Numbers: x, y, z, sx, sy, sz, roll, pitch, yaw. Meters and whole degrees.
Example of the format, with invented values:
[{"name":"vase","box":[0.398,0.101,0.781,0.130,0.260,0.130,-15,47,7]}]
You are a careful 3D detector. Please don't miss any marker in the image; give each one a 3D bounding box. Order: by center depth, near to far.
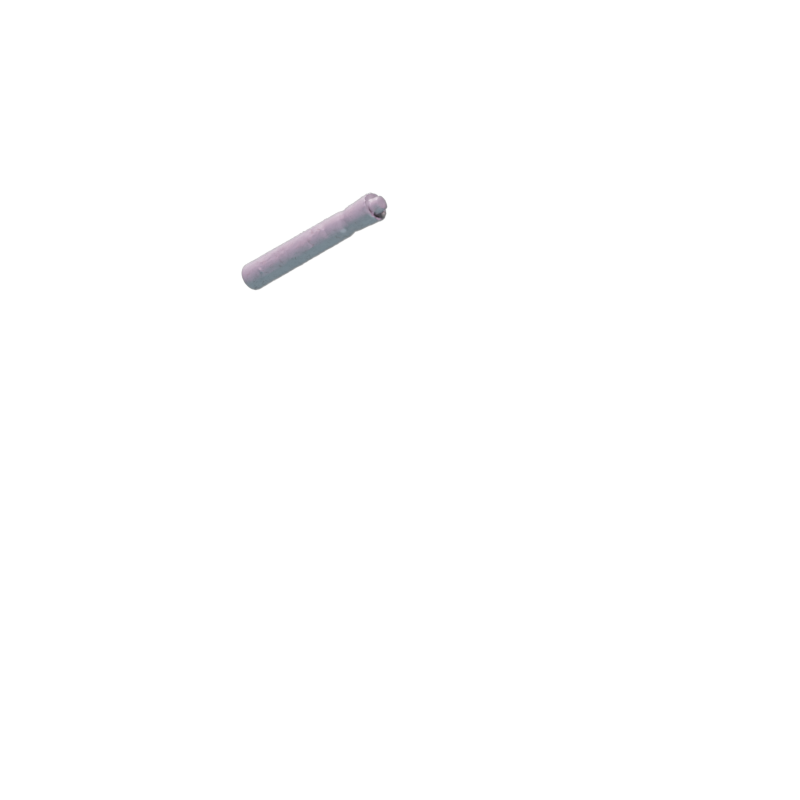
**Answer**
[{"name":"marker","box":[-0.055,-0.100,0.699,0.121,0.020,0.019,-23,-12,38]}]
